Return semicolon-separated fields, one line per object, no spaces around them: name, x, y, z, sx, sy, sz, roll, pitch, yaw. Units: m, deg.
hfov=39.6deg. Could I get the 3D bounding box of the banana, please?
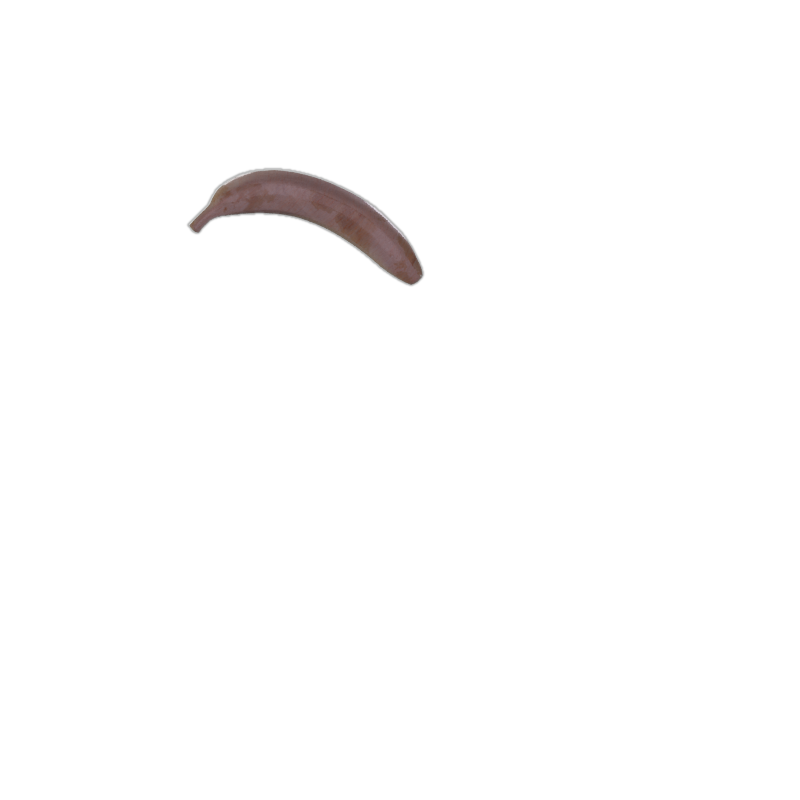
banana;-0.072;-0.151;0.923;0.197;0.069;0.037;13;3;-1
